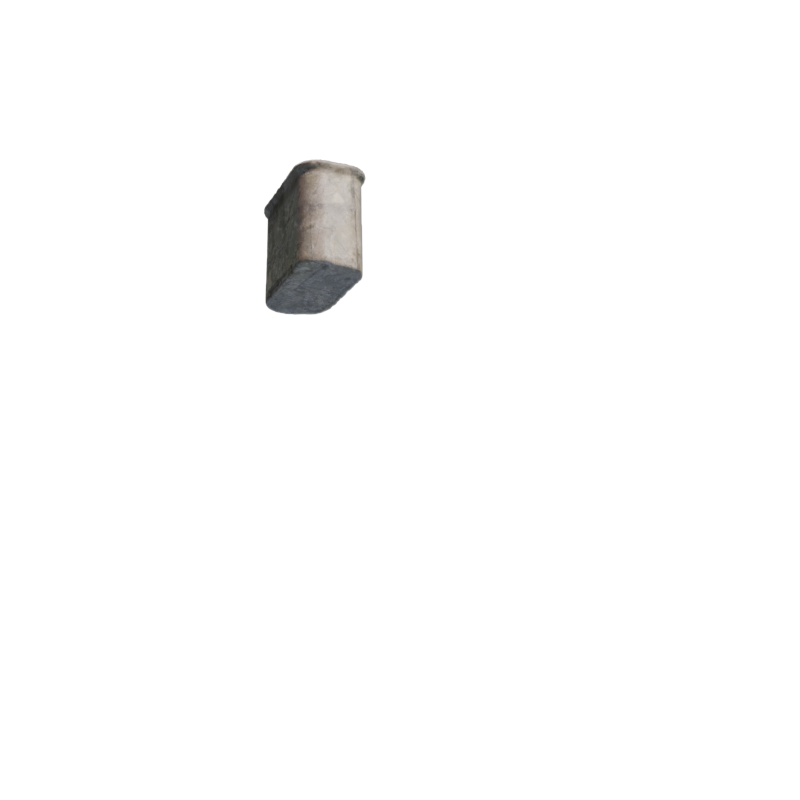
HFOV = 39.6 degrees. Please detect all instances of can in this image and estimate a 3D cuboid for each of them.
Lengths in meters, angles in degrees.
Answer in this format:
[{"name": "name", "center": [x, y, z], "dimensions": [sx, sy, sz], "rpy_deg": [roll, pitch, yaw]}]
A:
[{"name": "can", "center": [-0.066, -0.120, 0.841], "dimensions": [0.056, 0.088, 0.100], "rpy_deg": [9, -24, -23]}]
